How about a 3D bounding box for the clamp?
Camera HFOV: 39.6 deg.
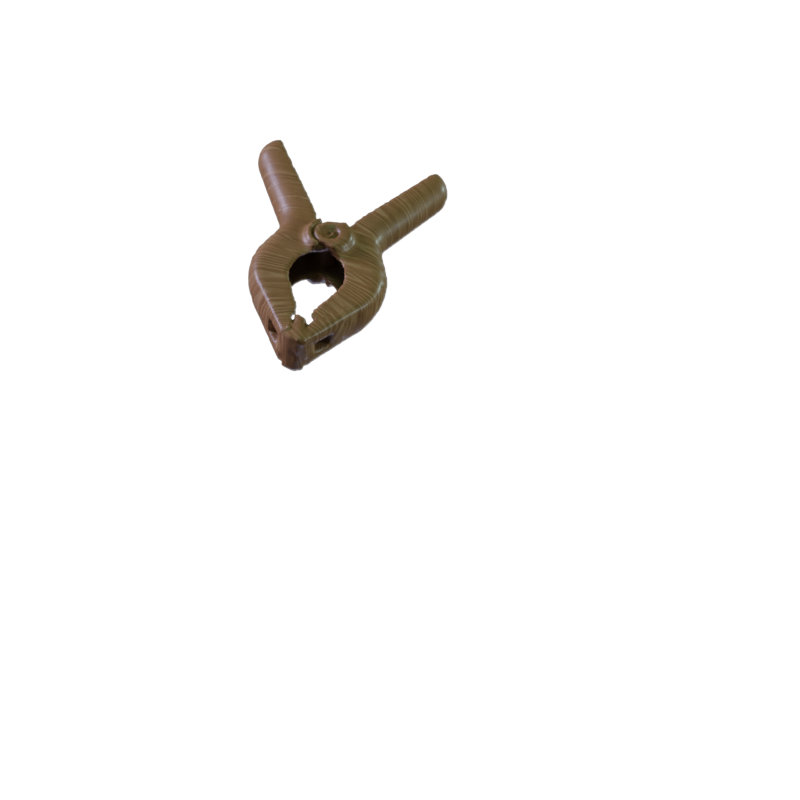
[{"bbox_3d":[-0.051,-0.094,0.655,0.123,0.036,0.179,14,46,14],"label":"clamp"}]
